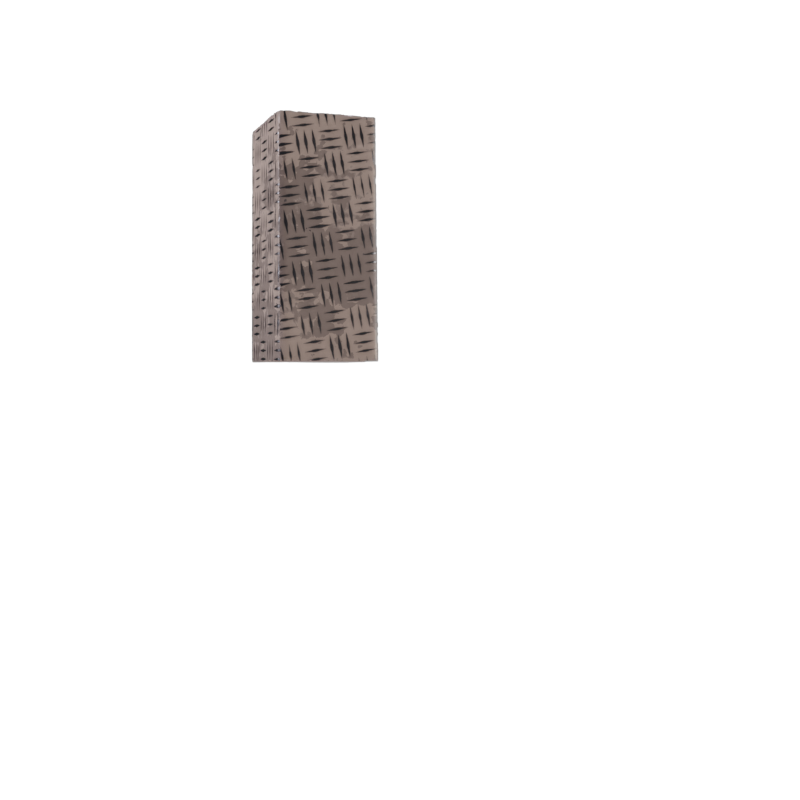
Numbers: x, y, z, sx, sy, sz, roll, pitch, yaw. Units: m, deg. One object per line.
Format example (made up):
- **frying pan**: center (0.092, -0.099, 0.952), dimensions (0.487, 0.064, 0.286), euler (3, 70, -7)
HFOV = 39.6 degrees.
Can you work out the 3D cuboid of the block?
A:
- **block**: center (-0.076, -0.136, 0.956), dimensions (0.088, 0.209, 0.092), euler (2, -6, -20)
